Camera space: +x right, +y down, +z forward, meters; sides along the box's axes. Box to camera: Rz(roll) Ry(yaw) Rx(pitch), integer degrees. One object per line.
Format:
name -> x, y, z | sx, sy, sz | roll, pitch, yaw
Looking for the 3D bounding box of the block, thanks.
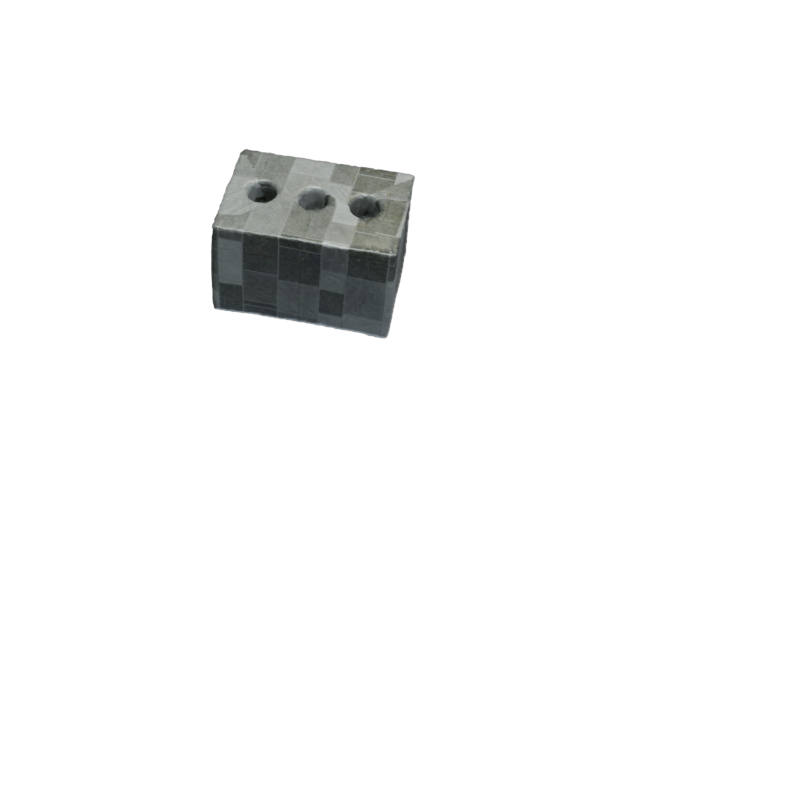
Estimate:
block -> -0.037, -0.068, 0.473 | 0.079, 0.056, 0.048 | 9, -41, 7
